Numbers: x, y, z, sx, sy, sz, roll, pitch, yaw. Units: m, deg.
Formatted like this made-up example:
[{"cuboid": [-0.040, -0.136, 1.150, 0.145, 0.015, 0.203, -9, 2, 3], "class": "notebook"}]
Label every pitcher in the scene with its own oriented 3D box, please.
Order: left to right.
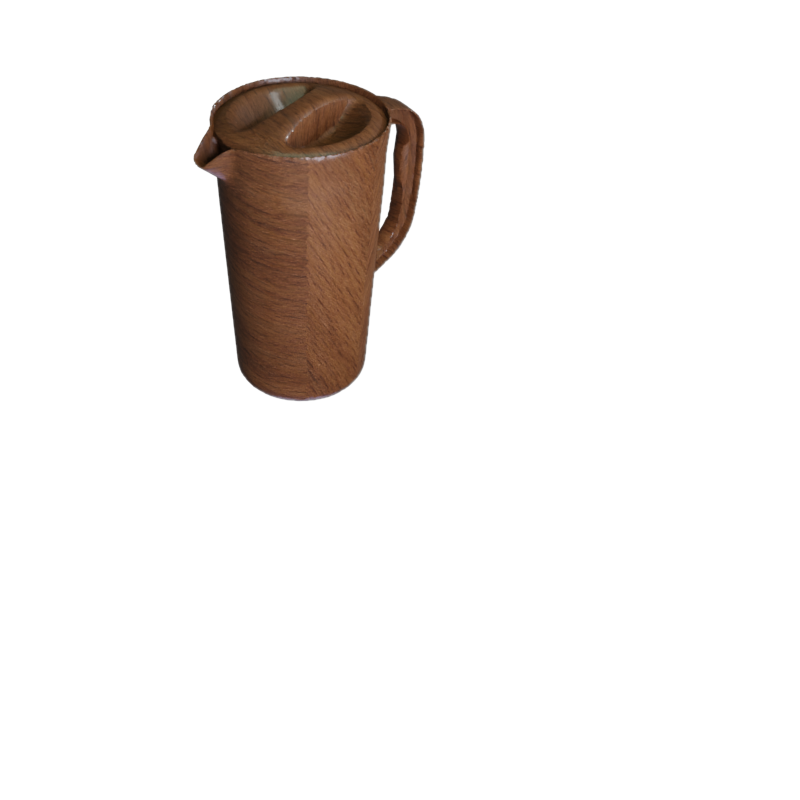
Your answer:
[{"cuboid": [-0.068, -0.125, 0.874, 0.152, 0.227, 0.152, 9, 38, 9], "class": "pitcher"}]
